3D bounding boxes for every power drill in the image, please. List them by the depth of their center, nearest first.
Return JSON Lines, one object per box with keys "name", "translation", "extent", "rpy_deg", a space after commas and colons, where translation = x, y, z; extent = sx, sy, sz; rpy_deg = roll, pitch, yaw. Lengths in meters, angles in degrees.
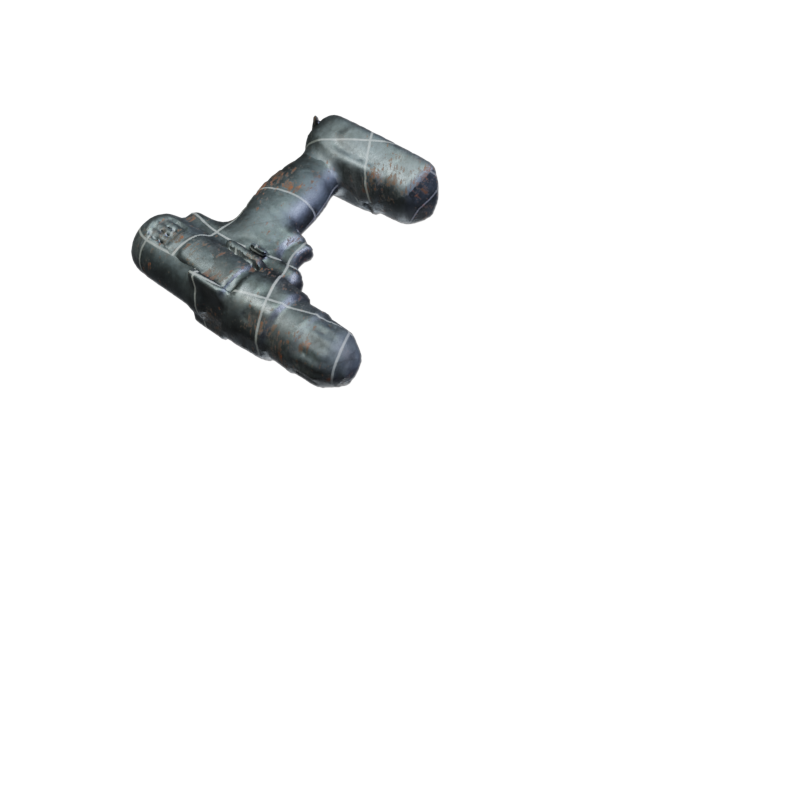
{"name": "power drill", "translation": [-0.058, -0.106, 0.744], "extent": [0.195, 0.053, 0.190], "rpy_deg": [32, 56, 25]}
